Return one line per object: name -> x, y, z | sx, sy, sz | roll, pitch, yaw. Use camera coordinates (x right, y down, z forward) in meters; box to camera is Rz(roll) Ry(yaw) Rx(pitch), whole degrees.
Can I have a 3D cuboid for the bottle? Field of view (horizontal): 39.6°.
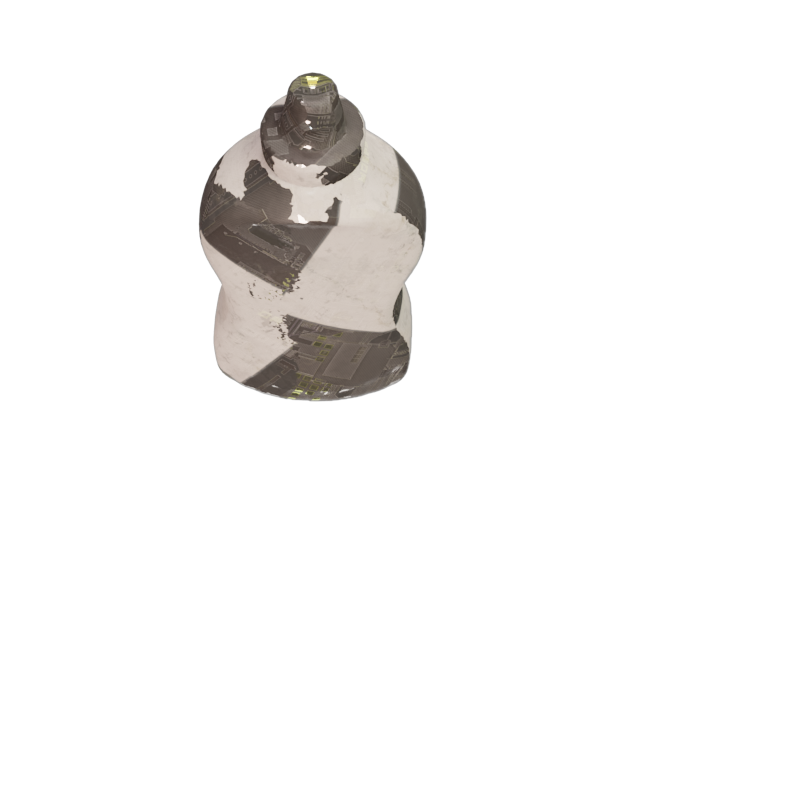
bottle -> -0.038, -0.069, 0.484 | 0.096, 0.062, 0.180 | 5, -32, 0
